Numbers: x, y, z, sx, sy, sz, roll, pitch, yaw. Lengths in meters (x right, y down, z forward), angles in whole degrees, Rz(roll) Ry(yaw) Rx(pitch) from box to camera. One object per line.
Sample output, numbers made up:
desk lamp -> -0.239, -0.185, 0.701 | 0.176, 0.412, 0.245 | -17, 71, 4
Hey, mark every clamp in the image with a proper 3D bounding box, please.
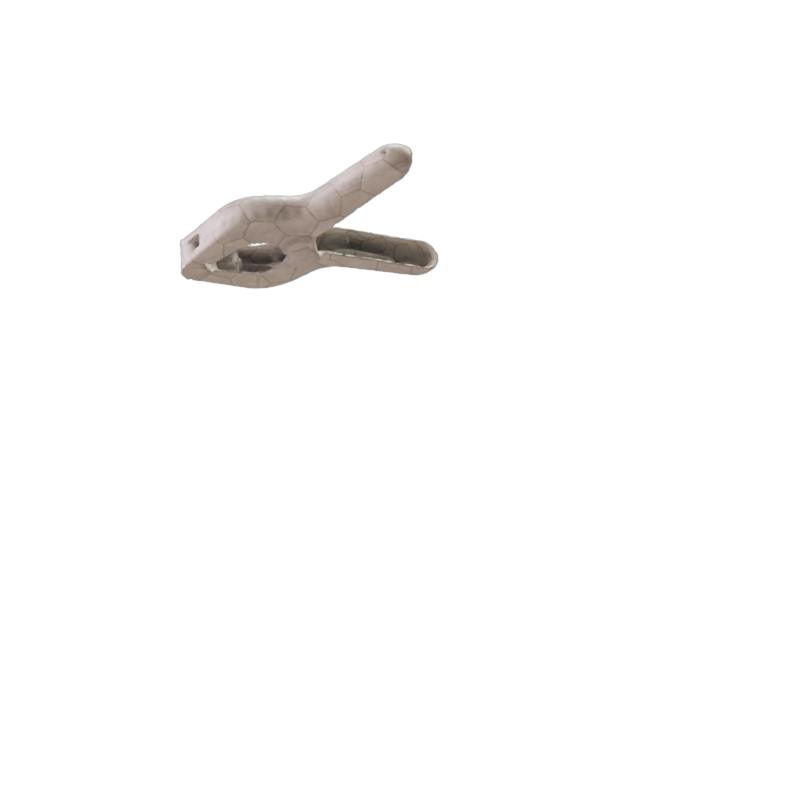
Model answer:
clamp -> -0.057, -0.104, 0.731 | 0.173, 0.042, 0.111 | -13, -41, 16
